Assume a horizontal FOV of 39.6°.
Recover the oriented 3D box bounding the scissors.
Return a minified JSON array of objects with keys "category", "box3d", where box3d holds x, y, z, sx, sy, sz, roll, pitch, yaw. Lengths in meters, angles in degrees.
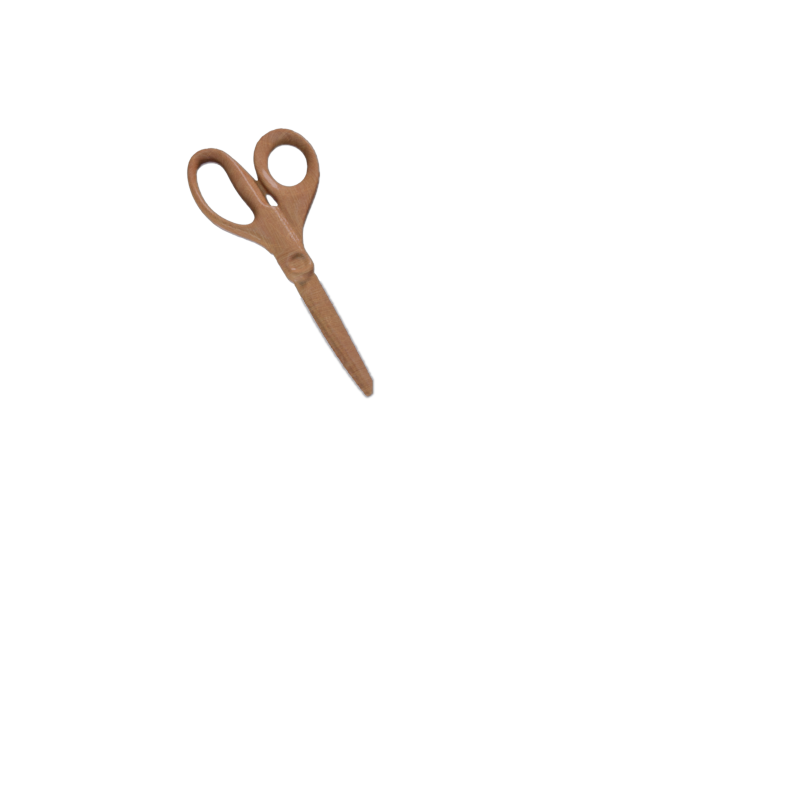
[{"category":"scissors","box3d":[-0.056,-0.103,0.719,0.097,0.211,0.015,-40,-19,-17]}]
